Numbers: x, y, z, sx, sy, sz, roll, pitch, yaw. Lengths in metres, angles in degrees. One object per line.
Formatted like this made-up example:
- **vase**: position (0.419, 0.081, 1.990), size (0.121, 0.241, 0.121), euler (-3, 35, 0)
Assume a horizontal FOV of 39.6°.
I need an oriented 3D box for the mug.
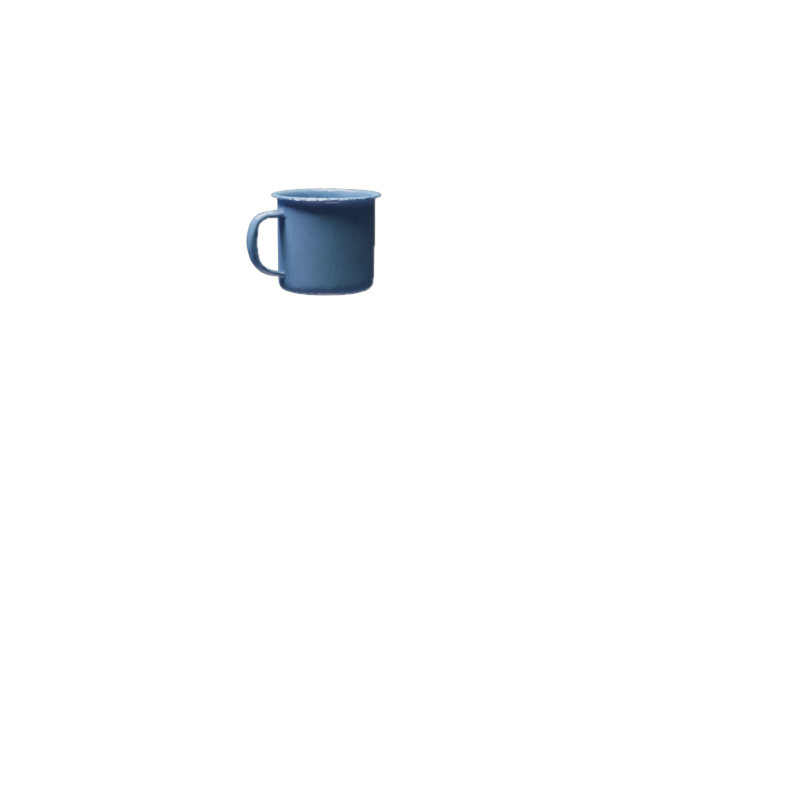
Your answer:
- **mug**: position (-0.073, -0.133, 0.931), size (0.114, 0.080, 0.098), euler (-7, 14, -27)
